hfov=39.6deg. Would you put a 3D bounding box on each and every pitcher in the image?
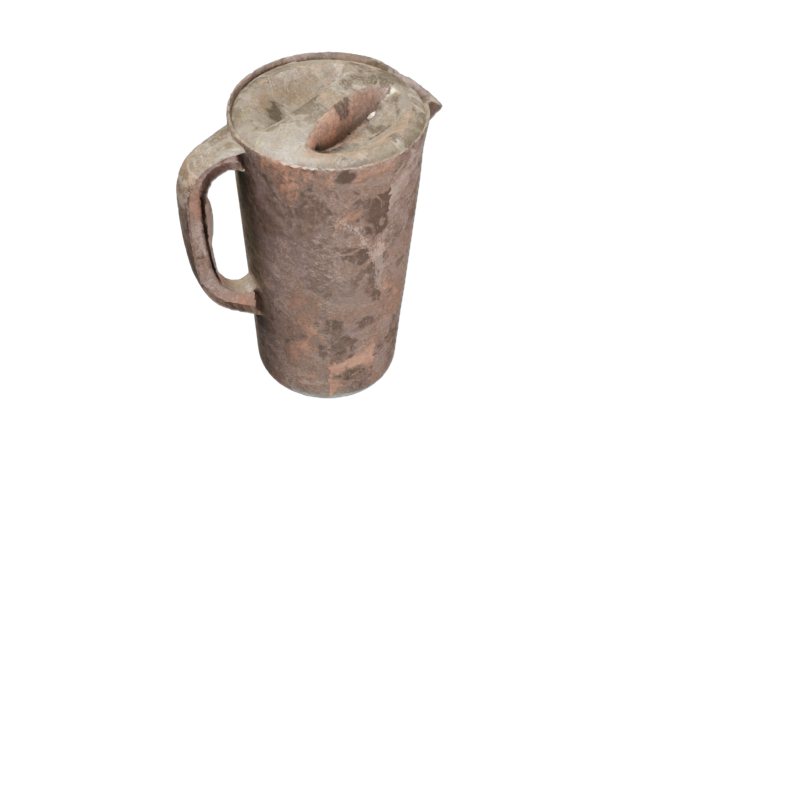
[{"bbox_3d":[-0.062,-0.113,0.793,0.153,0.226,0.152,14,46,10],"label":"pitcher"}]
